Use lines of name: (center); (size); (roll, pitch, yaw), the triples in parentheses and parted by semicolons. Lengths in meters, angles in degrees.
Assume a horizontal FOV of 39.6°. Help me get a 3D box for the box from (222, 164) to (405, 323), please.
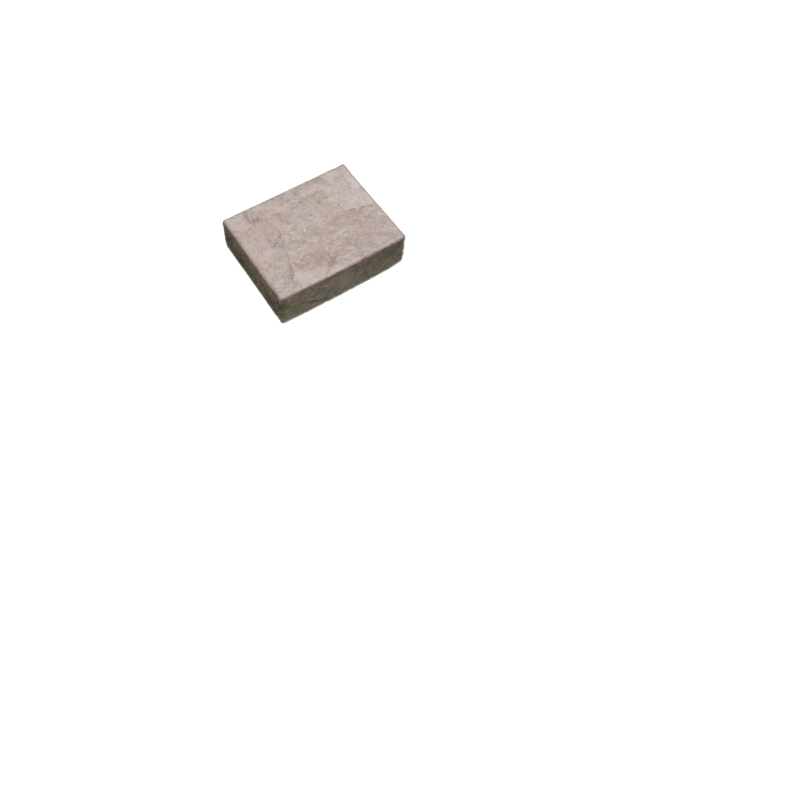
box: (-0.067, -0.122, 0.853); (0.113, 0.096, 0.036); (-27, -31, -19)
